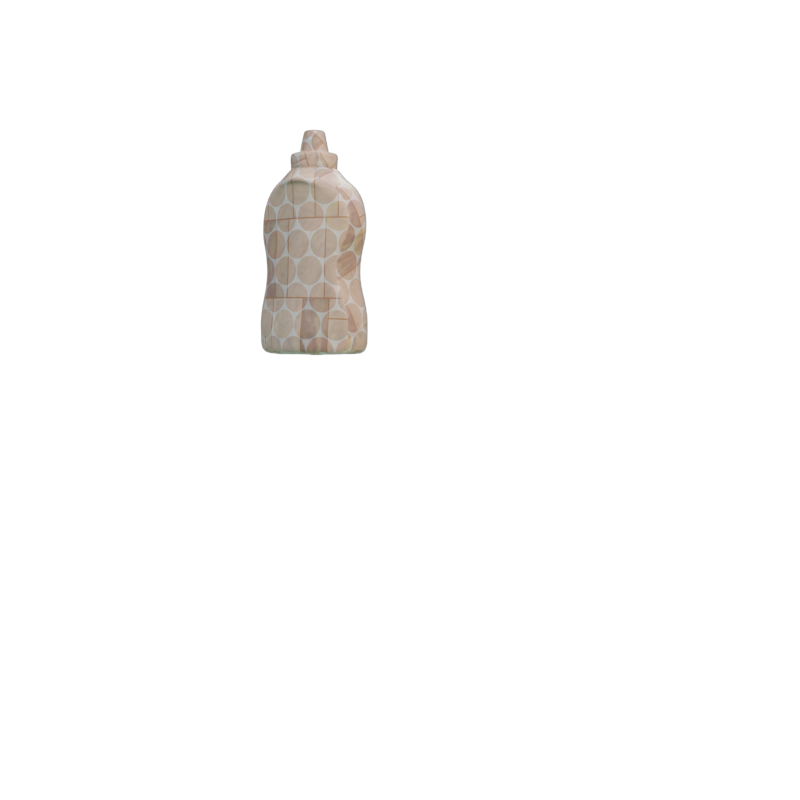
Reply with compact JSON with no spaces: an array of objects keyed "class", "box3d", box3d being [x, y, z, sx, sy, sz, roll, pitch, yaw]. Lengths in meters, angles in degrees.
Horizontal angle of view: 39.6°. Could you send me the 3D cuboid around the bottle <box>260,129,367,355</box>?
[{"class":"bottle","box3d":[-0.074,-0.136,0.951,0.099,0.193,0.056,-2,-4,38]}]
